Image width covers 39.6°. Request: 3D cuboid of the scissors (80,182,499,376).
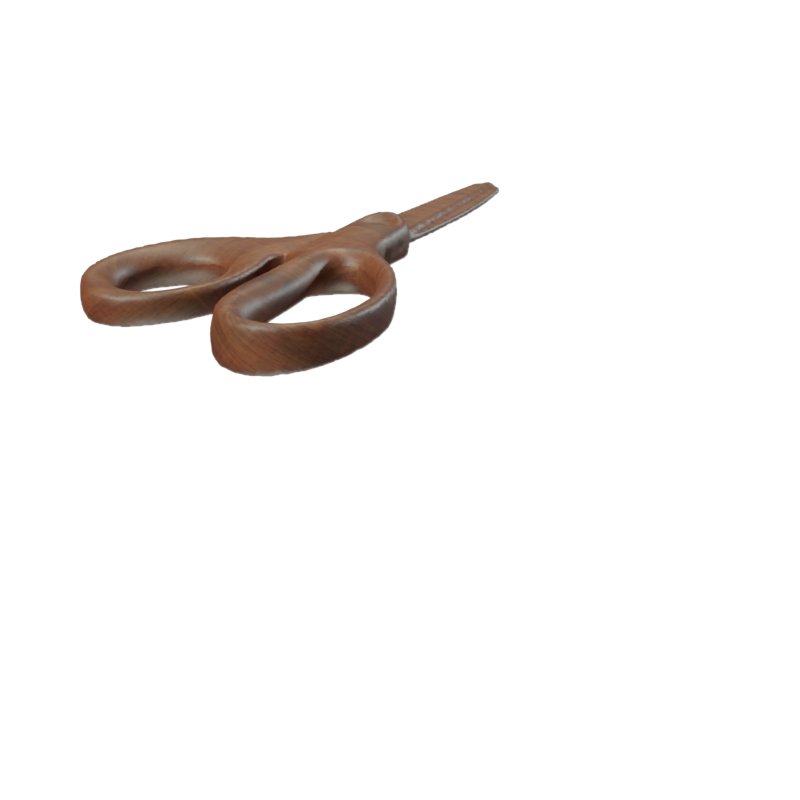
[{"bbox_3d":[-0.028,-0.051,0.355,0.098,0.015,0.206,5,22,11],"label":"scissors"}]
